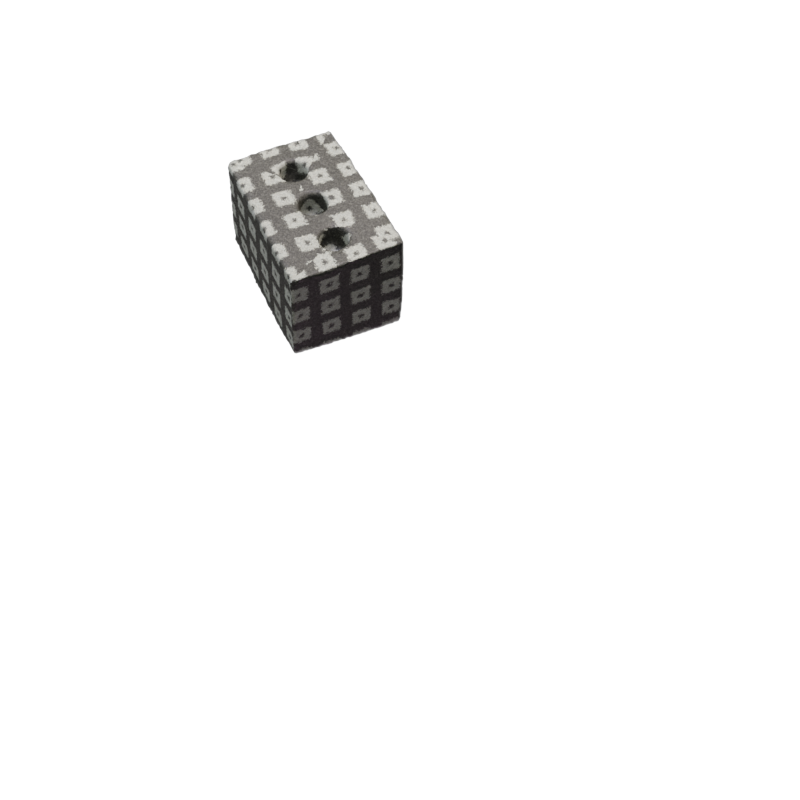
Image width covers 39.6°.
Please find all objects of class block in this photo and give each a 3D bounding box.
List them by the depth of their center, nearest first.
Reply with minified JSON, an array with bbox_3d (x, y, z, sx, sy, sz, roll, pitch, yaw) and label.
[{"bbox_3d":[-0.039,-0.071,0.495,0.052,0.084,0.048,-20,-35,-17],"label":"block"}]
